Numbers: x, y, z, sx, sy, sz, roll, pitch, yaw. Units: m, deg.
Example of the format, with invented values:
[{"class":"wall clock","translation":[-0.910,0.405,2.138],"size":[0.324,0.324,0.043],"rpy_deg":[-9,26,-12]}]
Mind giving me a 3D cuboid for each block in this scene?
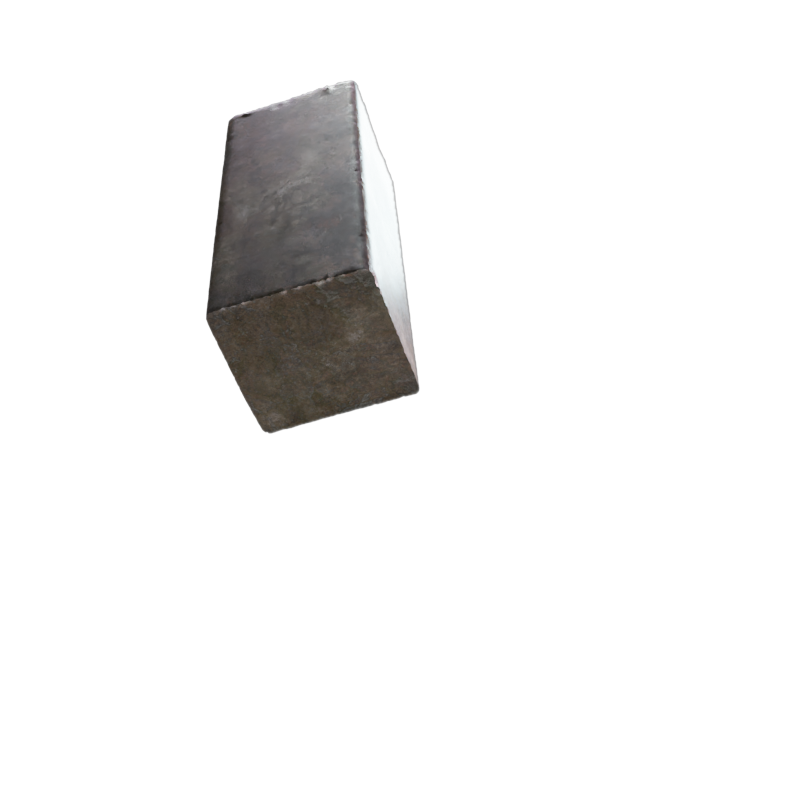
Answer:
[{"class":"block","translation":[-0.051,-0.094,0.652],"size":[0.091,0.083,0.221],"rpy_deg":[-16,39,9]}]
